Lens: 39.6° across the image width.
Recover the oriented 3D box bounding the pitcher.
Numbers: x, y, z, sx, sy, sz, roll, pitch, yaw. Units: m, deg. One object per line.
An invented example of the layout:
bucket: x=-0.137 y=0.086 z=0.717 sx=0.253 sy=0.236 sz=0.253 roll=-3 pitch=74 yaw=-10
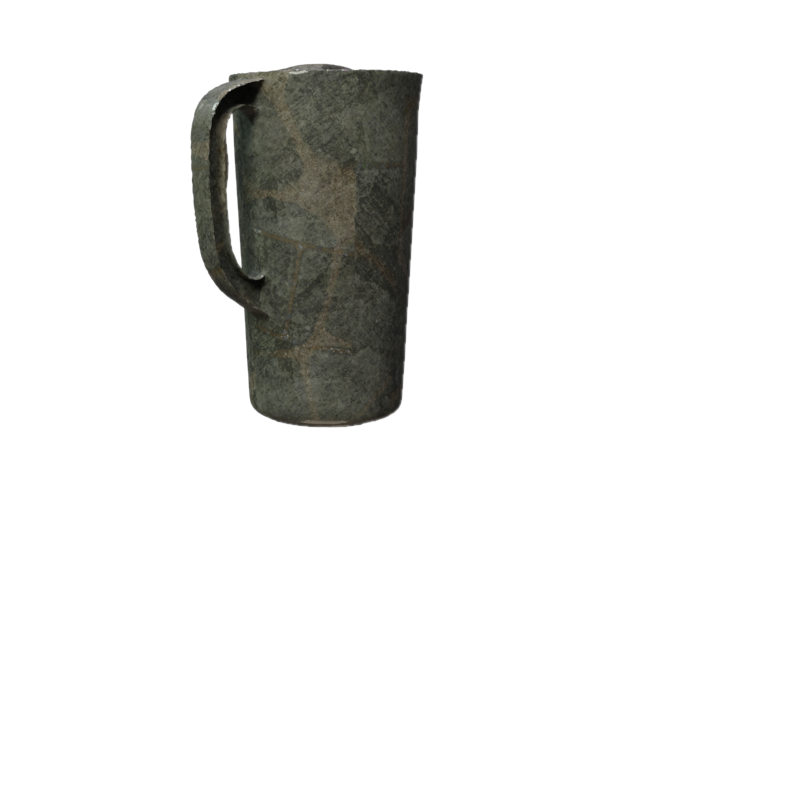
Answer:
pitcher: x=-0.060 y=-0.109 z=0.765 sx=0.150 sy=0.240 sz=0.147 roll=1 pitch=7 yaw=2
